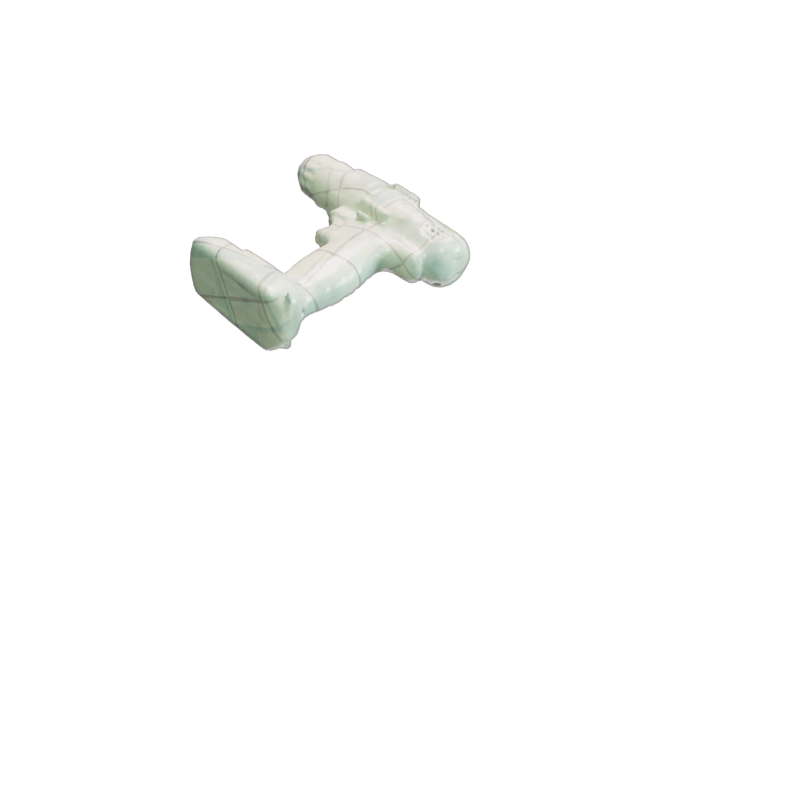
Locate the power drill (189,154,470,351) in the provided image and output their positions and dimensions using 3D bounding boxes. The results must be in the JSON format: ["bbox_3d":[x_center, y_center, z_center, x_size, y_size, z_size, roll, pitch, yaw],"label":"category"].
[{"bbox_3d":[-0.068,-0.124,0.867,0.187,0.054,0.198,-29,48,-31],"label":"power drill"}]
